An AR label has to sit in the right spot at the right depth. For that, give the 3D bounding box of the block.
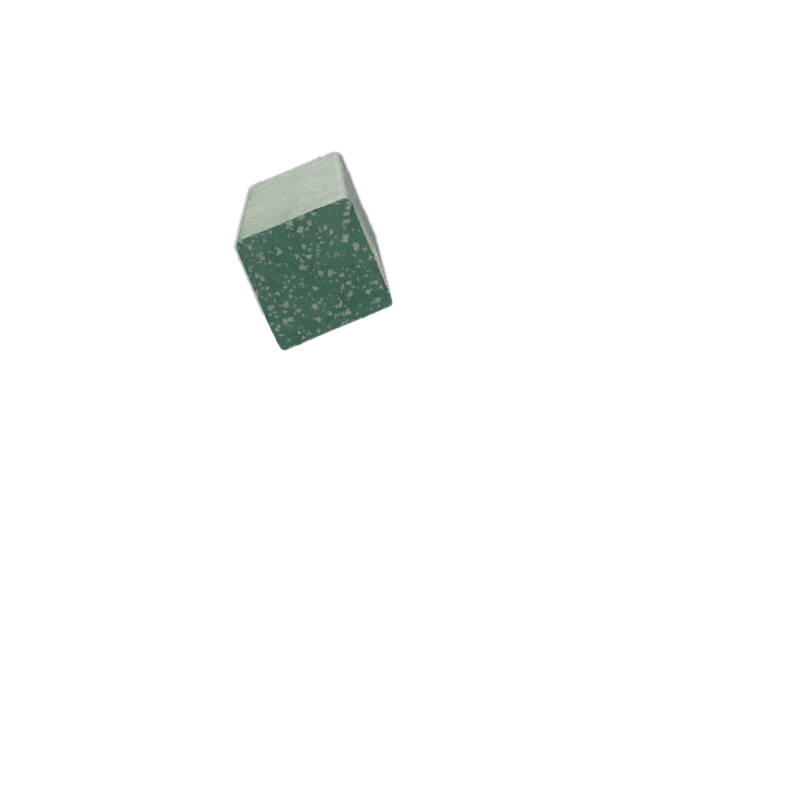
[{"bbox_3d":[-0.070,-0.127,0.889,0.091,0.086,0.215,-22,20,4],"label":"block"}]
